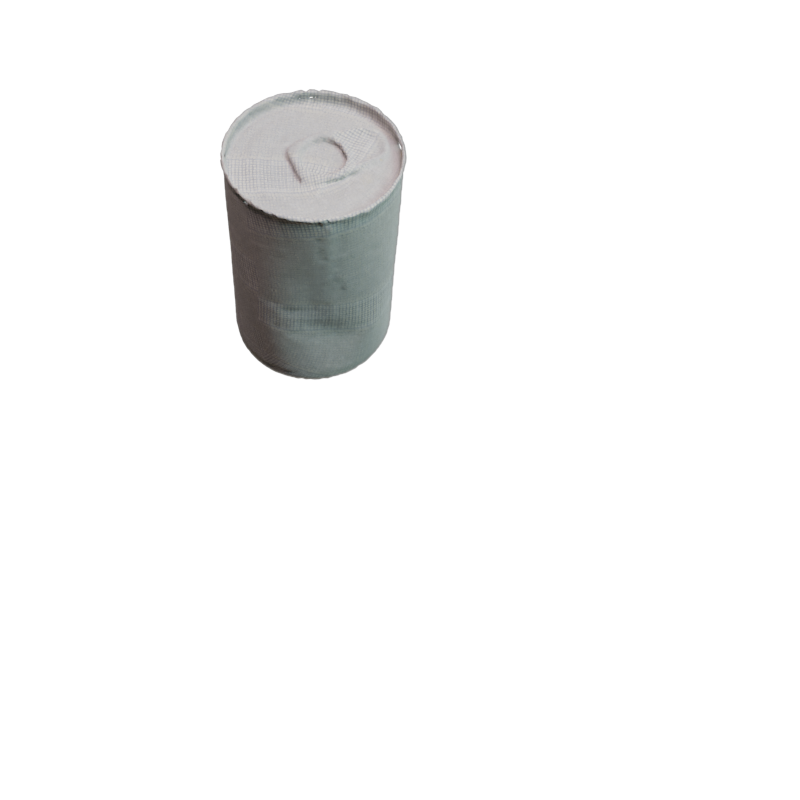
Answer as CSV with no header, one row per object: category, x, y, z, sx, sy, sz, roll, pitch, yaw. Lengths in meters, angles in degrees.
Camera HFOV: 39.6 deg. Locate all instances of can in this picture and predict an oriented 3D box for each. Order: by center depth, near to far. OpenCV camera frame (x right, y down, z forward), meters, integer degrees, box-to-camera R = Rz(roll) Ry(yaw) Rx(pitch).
can,-0.035,-0.063,0.442,0.068,0.073,0.095,0,-36,-3
